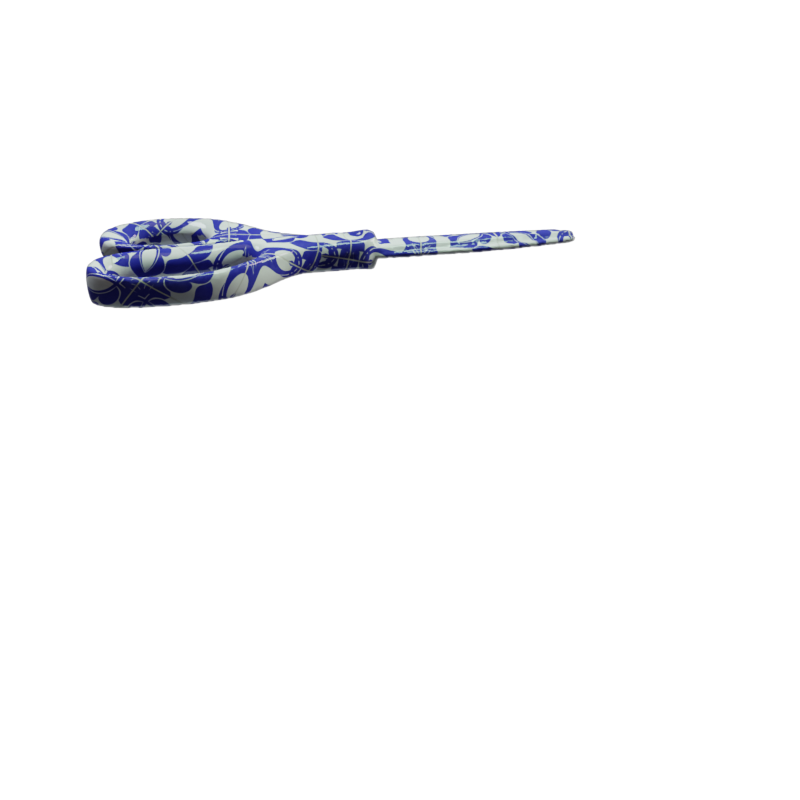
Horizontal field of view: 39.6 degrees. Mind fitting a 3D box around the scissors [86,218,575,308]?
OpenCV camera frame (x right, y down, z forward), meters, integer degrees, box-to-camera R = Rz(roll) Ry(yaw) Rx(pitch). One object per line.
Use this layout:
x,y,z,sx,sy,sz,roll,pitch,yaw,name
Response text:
-0.036,-0.066,0.462,0.197,0.015,0.103,-13,26,-28,scissors
